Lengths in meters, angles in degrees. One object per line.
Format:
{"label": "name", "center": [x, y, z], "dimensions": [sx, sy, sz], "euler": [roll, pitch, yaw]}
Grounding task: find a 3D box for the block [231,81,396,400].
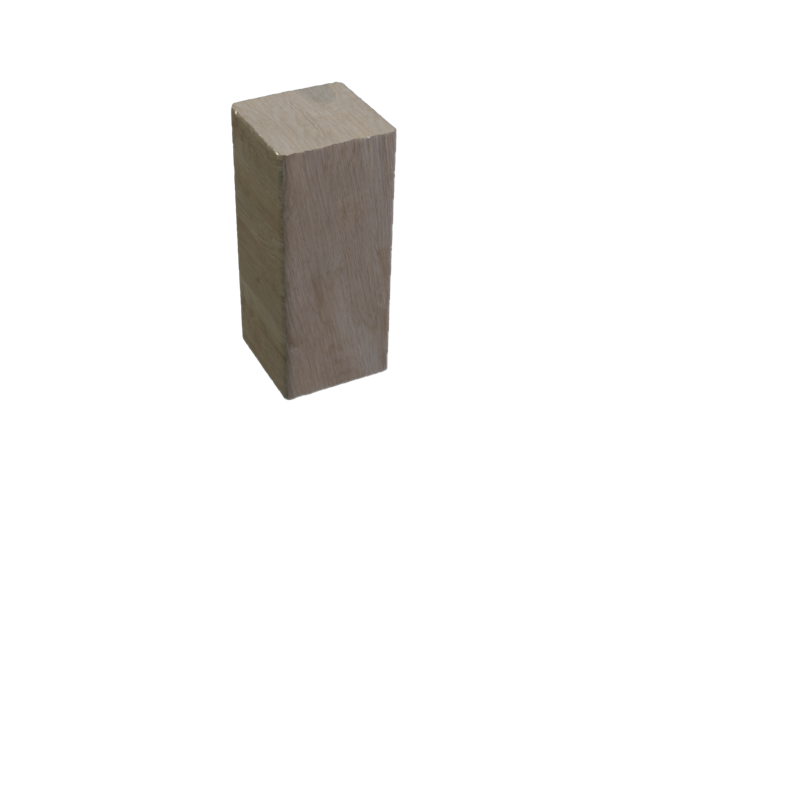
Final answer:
{"label": "block", "center": [-0.065, -0.116, 0.816], "dimensions": [0.089, 0.193, 0.098], "euler": [-15, 40, -23]}
